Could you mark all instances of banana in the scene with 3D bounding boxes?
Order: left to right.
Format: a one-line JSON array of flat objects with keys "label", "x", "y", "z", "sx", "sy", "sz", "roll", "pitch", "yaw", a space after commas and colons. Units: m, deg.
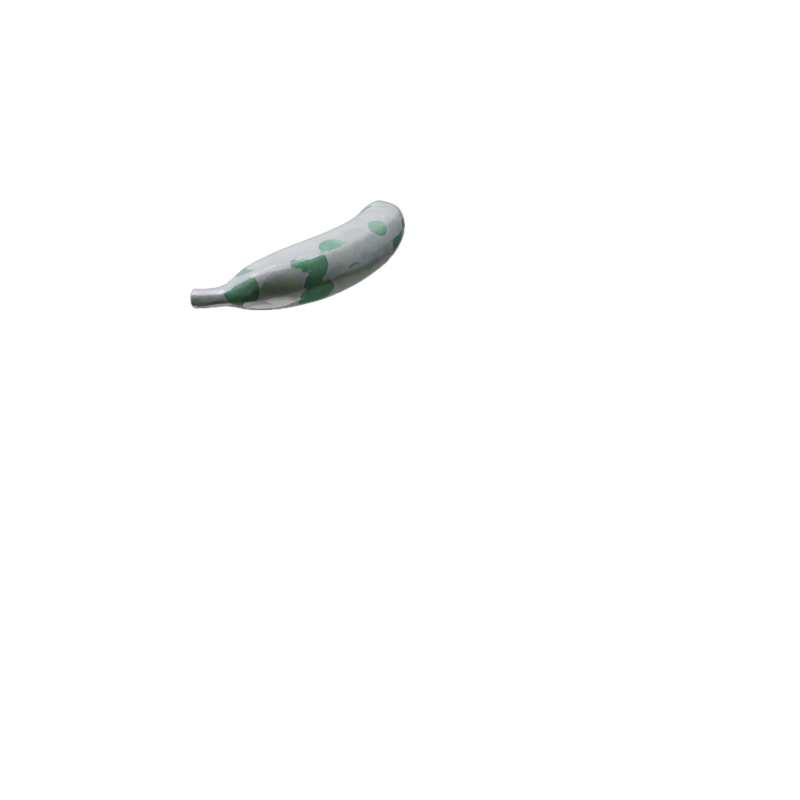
[{"label": "banana", "x": -0.044, "y": -0.097, "z": 0.713, "sx": 0.073, "sy": 0.035, "sz": 0.197, "roll": 17, "pitch": 31, "yaw": 32}]
